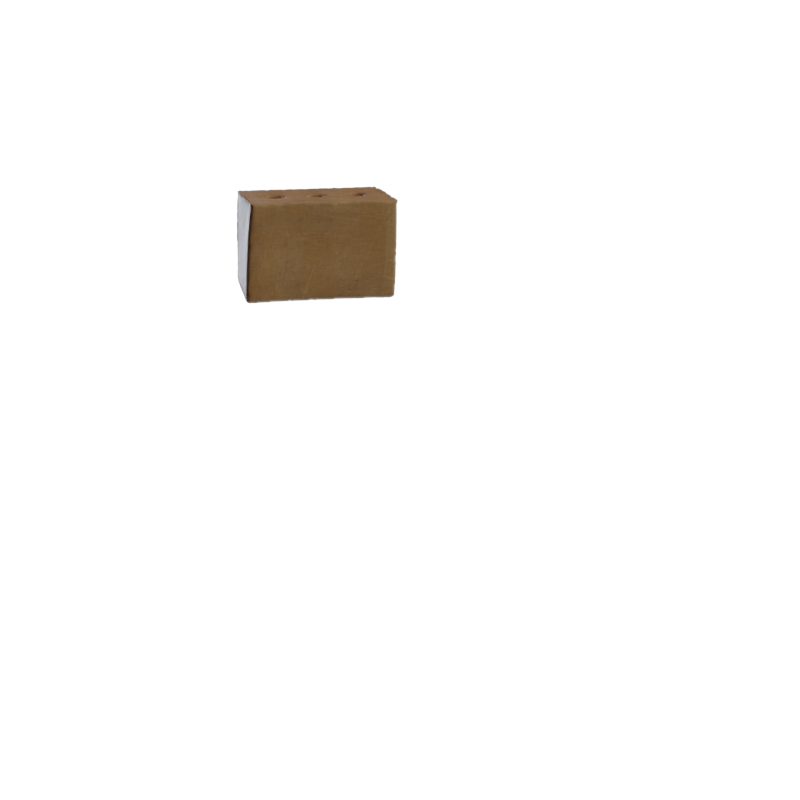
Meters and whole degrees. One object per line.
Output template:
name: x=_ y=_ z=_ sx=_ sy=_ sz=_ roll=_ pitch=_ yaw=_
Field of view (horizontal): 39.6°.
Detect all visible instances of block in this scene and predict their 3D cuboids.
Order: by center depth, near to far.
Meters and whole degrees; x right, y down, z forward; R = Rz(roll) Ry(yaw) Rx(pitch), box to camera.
block: x=-0.046 y=-0.083 z=0.583 sx=0.077 sy=0.050 sz=0.055 roll=-3 pitch=16 yaw=-12
